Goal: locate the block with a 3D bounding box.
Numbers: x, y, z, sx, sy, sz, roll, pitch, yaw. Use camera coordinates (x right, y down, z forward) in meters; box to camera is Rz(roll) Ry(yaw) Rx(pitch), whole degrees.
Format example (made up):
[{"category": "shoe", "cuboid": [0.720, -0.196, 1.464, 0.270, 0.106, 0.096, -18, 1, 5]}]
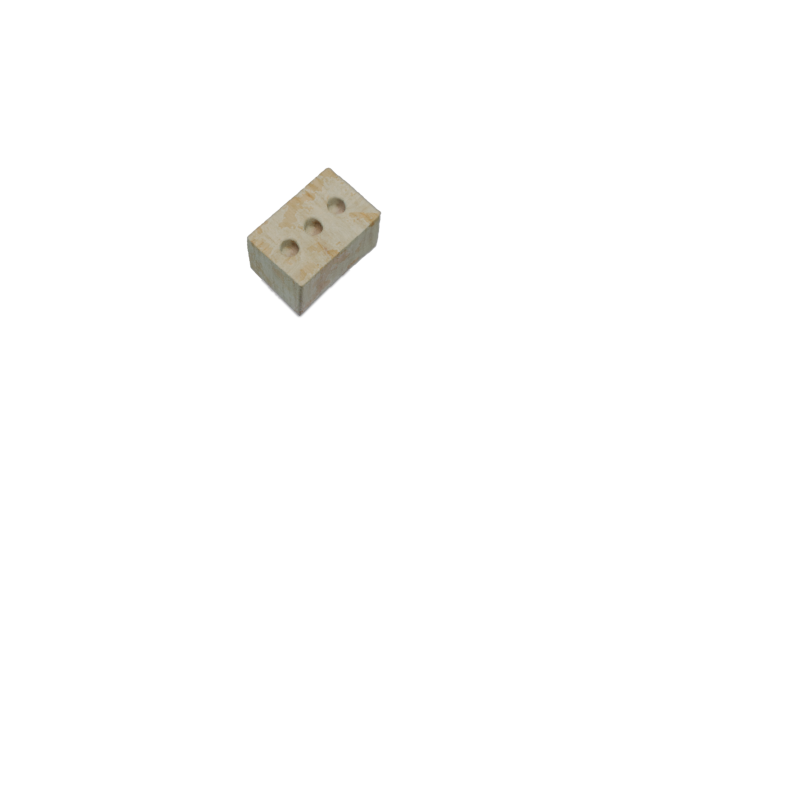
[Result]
[{"category": "block", "cuboid": [-0.059, -0.107, 0.752, 0.055, 0.079, 0.049, 42, -17, 13]}]
